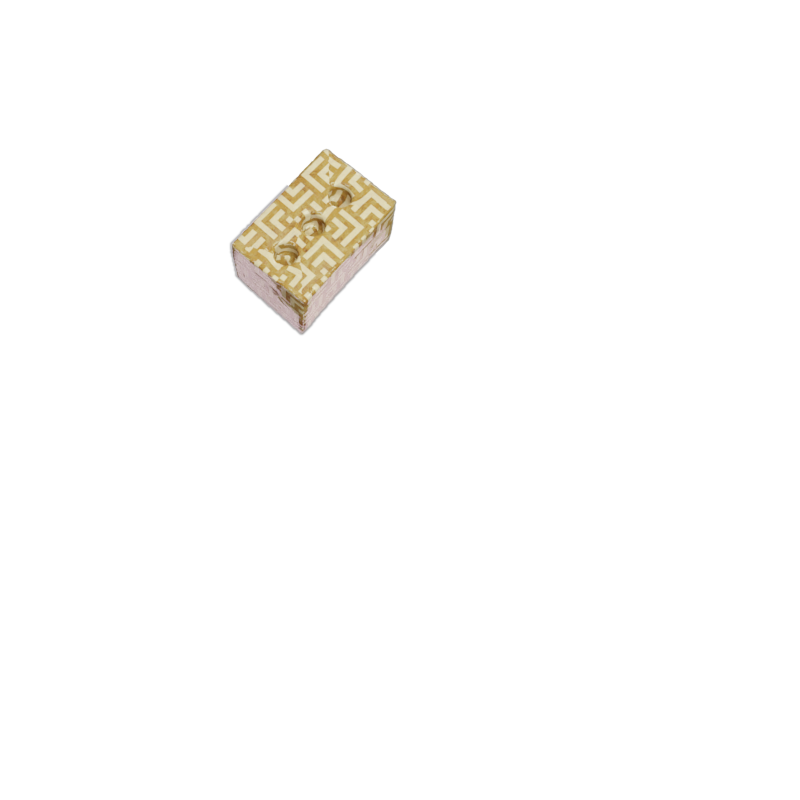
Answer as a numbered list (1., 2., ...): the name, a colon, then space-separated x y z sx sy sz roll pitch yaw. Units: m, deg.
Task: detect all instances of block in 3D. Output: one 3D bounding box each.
1. block: -0.048 -0.087 0.607 0.054 0.079 0.049 38 -16 10
